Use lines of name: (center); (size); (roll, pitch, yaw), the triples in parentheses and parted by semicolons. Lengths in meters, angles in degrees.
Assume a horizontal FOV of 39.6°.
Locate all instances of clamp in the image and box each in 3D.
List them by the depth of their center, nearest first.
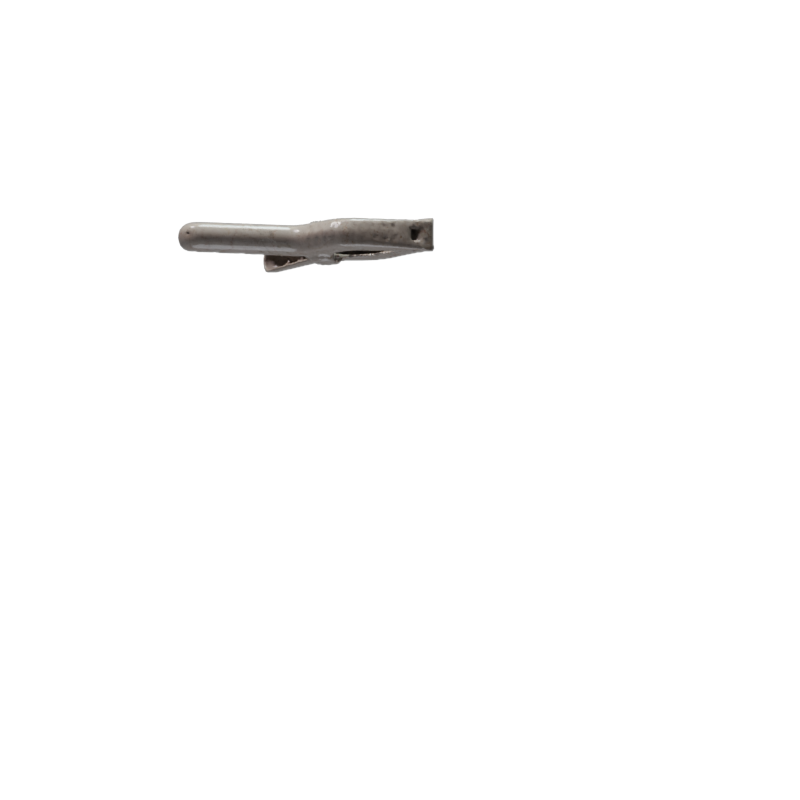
clamp: (-0.075, -0.137, 0.961); (0.217, 0.037, 0.157); (0, -1, 31)
